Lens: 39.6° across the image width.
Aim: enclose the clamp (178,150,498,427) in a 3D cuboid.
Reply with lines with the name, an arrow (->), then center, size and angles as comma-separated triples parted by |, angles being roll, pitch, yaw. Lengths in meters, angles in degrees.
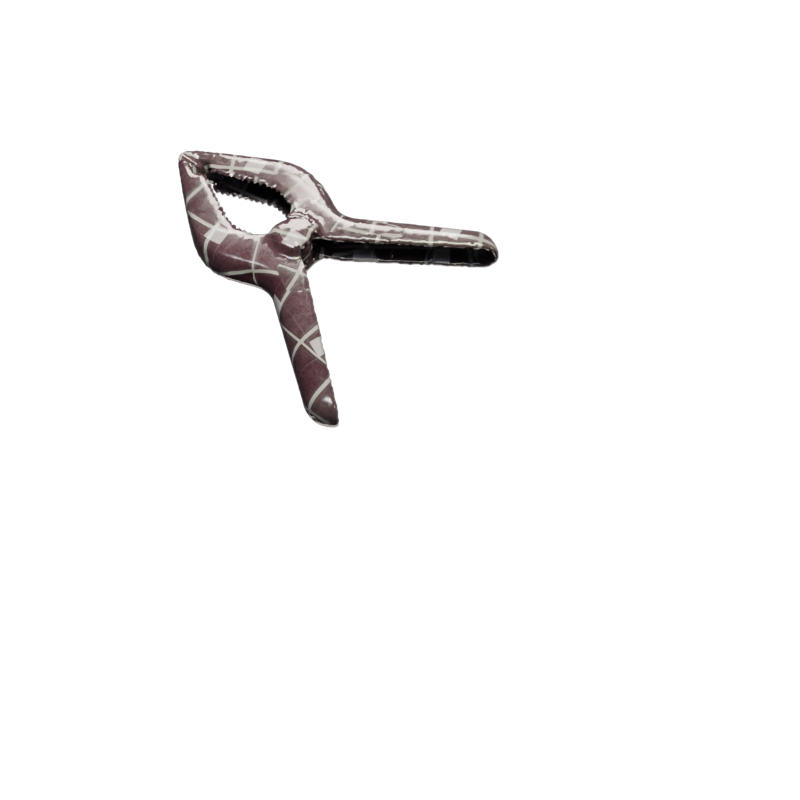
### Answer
clamp -> -0.055, -0.100, 0.702 | 0.166, 0.223, 0.034 | -37, -26, -22
